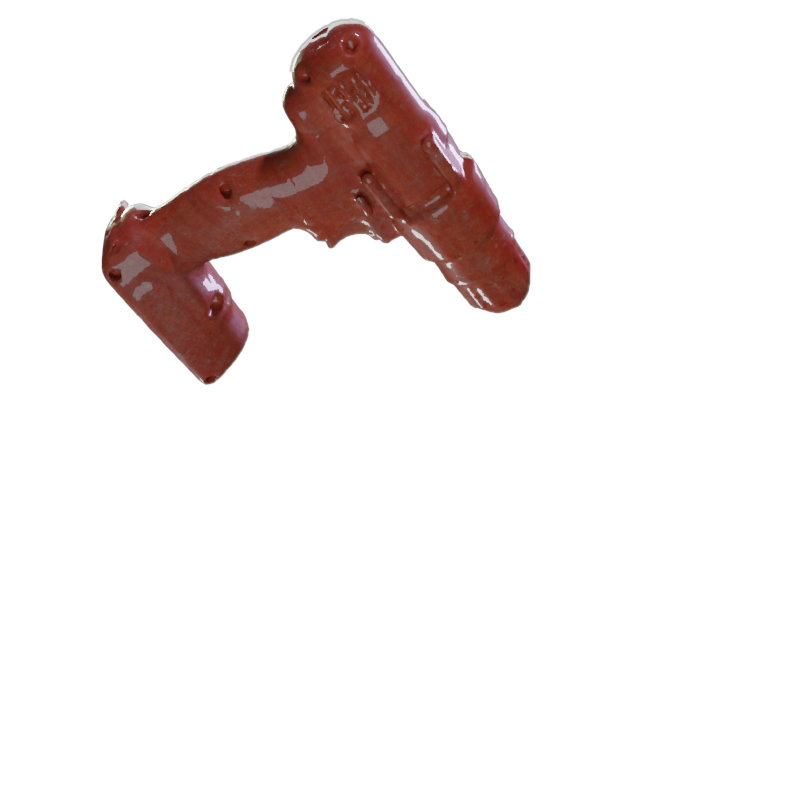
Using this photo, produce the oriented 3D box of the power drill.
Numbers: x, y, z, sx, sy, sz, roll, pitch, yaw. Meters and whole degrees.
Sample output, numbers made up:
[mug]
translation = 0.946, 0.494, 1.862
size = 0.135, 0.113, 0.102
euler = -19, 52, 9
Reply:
[power drill]
translation = -0.045, -0.083, 0.581
size = 0.187, 0.173, 0.061
euler = -29, 28, 17
